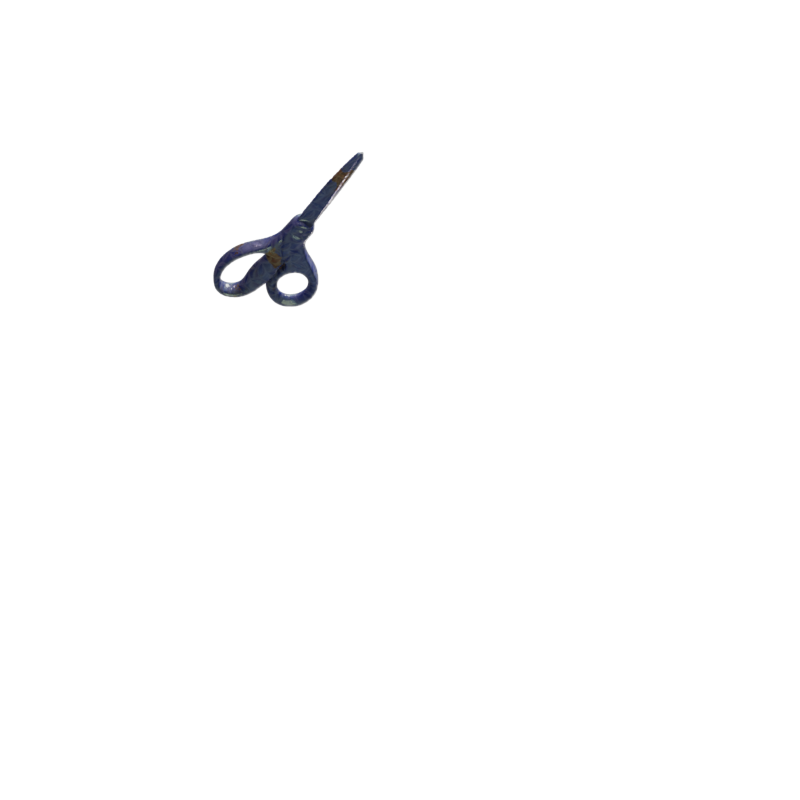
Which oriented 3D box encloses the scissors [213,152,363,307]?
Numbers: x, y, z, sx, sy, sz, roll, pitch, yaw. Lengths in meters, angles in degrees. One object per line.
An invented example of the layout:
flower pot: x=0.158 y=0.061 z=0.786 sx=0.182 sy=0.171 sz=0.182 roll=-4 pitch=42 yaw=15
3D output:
scissors: x=-0.070 y=-0.128 z=0.895 sx=0.201 sy=0.017 sz=0.090 roll=-28 pitch=-42 yaw=36
